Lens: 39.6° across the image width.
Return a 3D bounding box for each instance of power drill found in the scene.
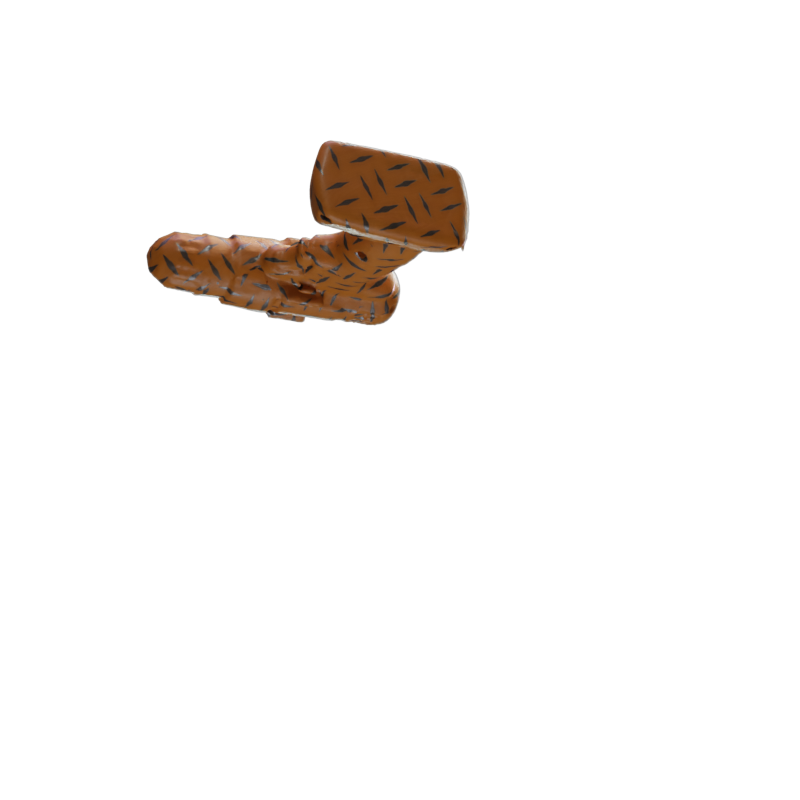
[{"bbox_3d":[-0.057,-0.103,0.724,0.178,0.060,0.186,7,-16,-24],"label":"power drill"}]
